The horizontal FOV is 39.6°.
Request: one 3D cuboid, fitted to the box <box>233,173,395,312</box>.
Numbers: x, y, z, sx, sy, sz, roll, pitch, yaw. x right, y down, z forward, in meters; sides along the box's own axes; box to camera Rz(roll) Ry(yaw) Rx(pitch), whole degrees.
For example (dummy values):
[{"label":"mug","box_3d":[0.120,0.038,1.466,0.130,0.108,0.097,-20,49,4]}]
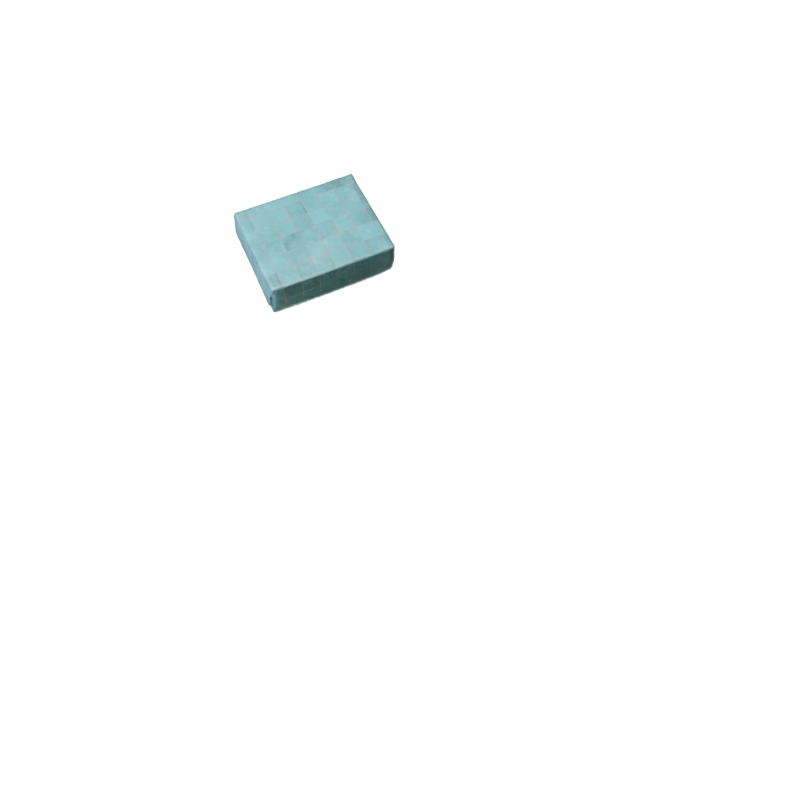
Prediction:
[{"label":"box","box_3d":[-0.073,-0.134,0.937,0.113,0.097,0.036,-20,-32,-14]}]
